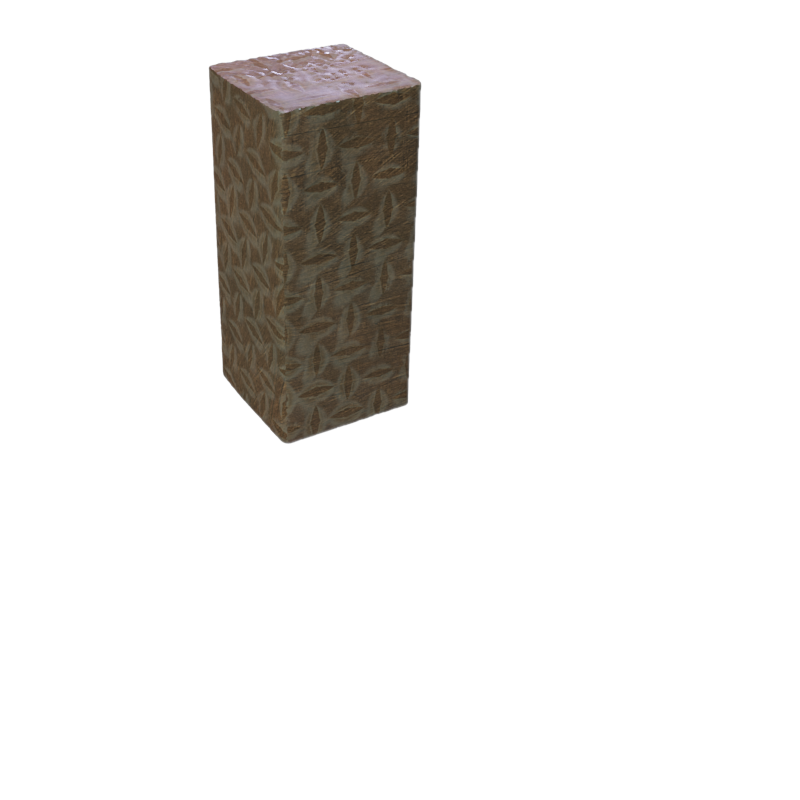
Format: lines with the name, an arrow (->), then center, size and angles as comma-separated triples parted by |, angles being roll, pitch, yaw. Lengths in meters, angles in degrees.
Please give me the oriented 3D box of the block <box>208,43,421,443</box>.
block -> -0.051, -0.093, 0.650 | 0.089, 0.194, 0.097 | -15, 33, -27
